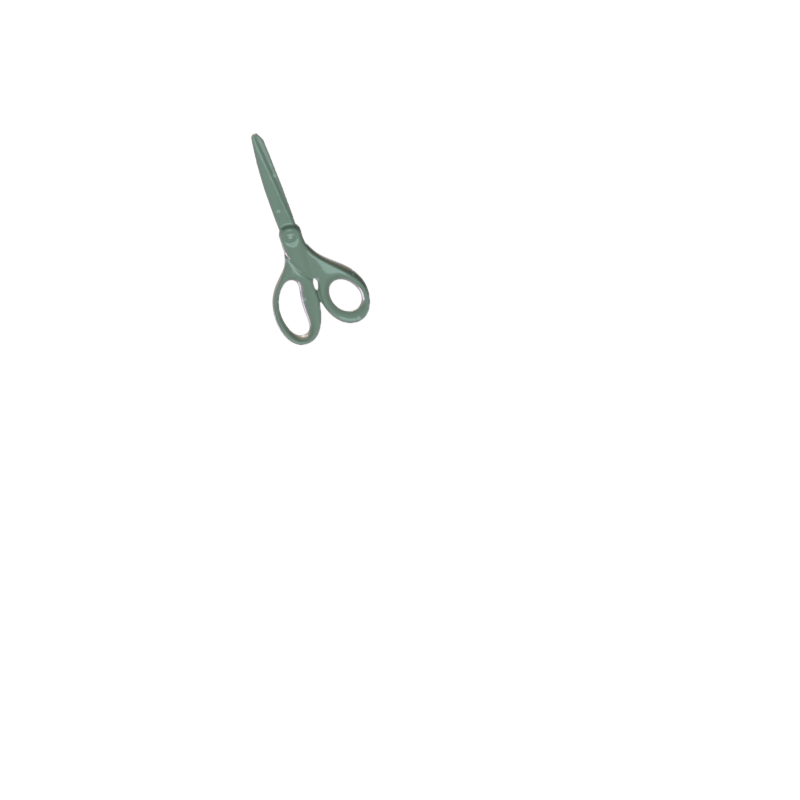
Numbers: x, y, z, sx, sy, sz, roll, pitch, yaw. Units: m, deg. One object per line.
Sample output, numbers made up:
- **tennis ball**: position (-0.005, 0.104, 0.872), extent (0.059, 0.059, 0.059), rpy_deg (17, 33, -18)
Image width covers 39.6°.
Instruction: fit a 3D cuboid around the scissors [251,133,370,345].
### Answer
- **scissors**: position (-0.075, -0.137, 0.962), extent (0.096, 0.190, 0.017), rpy_deg (-1, 27, 0)
